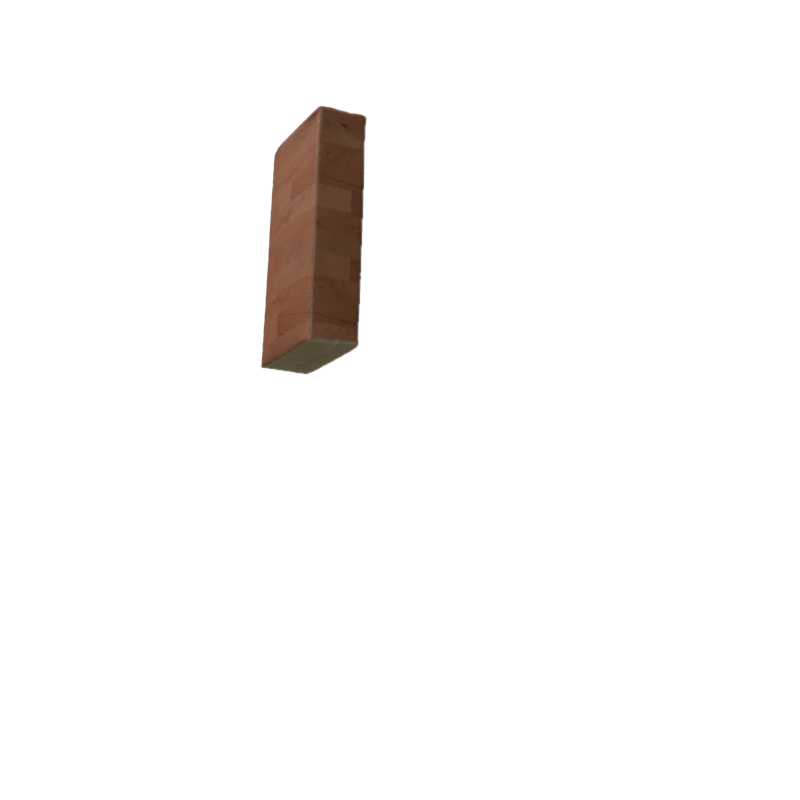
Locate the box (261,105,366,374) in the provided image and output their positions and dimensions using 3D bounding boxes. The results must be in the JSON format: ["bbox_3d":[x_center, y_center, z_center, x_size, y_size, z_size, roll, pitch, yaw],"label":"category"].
[{"bbox_3d":[-0.064,-0.116,0.810,0.046,0.184,0.093,8,-20,-26],"label":"box"}]
